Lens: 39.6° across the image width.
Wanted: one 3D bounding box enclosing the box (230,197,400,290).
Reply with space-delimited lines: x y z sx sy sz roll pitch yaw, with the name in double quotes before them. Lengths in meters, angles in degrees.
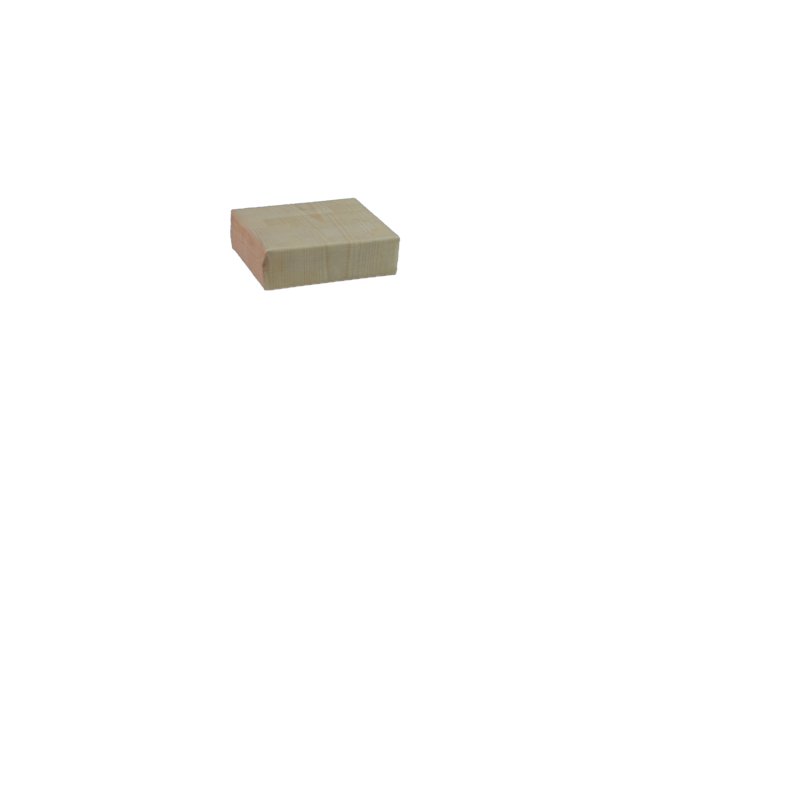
"box" -0.069 -0.125 0.878 0.111 0.037 0.096 -11 30 -20
